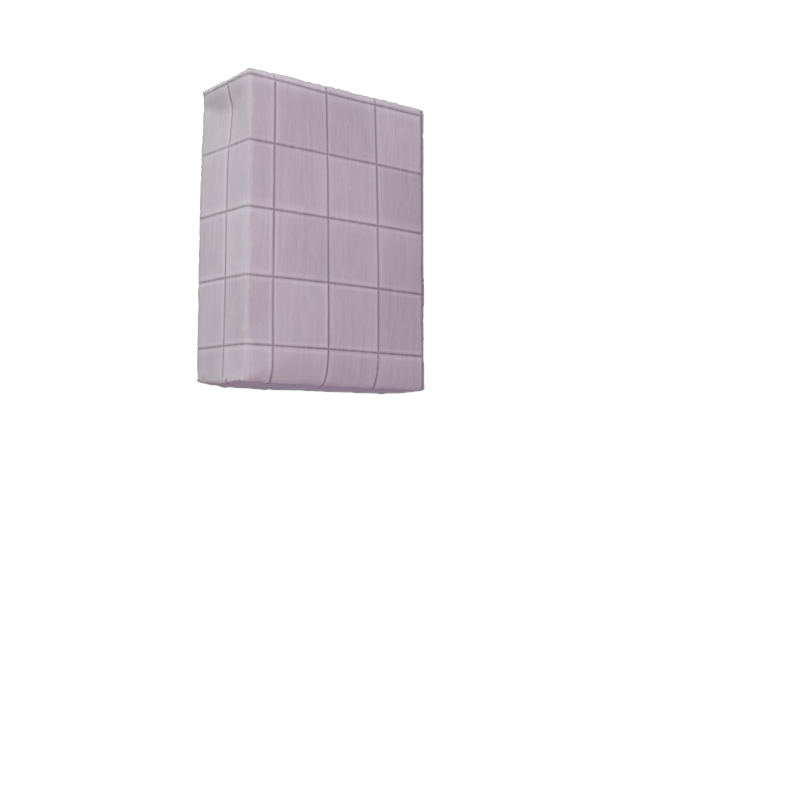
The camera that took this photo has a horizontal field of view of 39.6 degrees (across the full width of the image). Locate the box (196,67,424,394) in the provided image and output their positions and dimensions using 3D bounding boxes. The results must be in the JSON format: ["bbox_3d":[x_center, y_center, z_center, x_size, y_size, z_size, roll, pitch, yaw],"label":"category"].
[{"bbox_3d":[-0.063,-0.114,0.801,0.157,0.219,0.073,6,-11,-39],"label":"box"}]
